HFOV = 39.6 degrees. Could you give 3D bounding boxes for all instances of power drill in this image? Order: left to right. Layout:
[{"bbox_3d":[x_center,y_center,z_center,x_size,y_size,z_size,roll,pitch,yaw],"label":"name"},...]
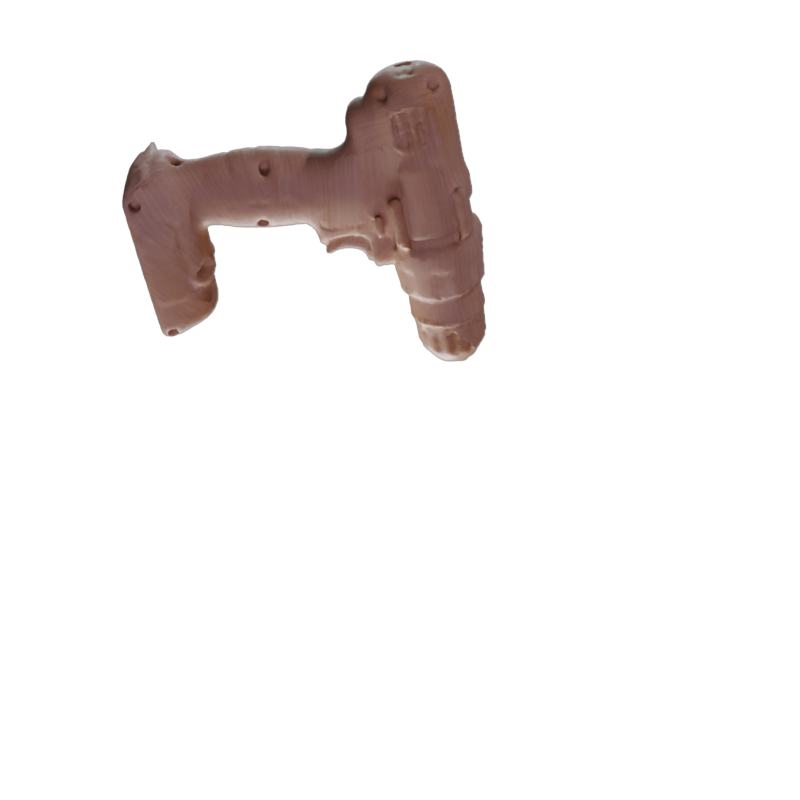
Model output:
[{"bbox_3d":[-0.049,-0.089,0.622,0.188,0.173,0.061,-10,30,5],"label":"power drill"}]
